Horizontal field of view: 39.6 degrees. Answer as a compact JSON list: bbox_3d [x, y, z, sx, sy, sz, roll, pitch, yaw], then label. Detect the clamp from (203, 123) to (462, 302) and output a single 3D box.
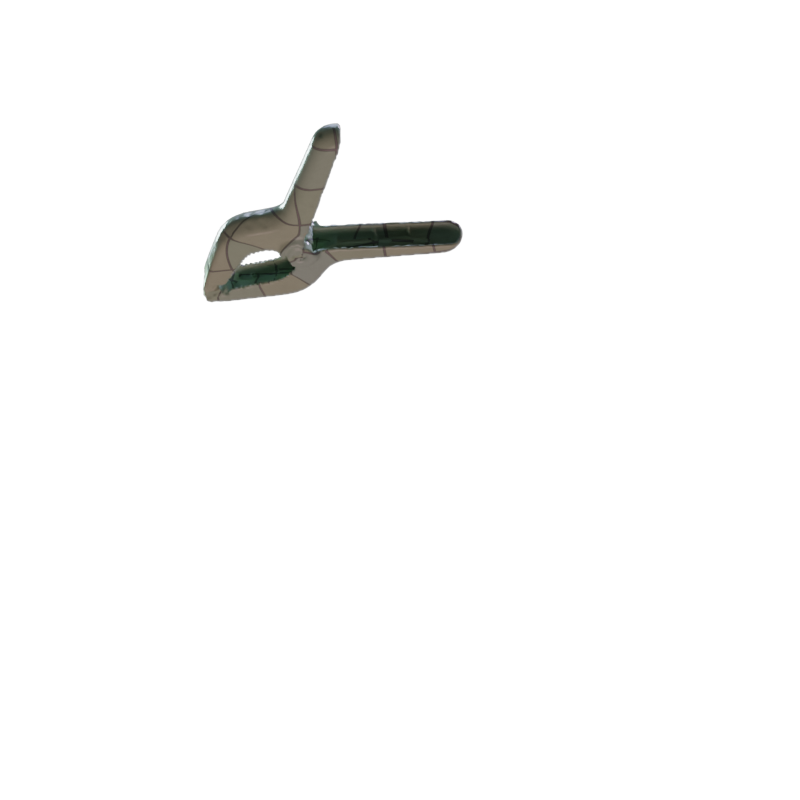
[{"bbox_3d":[-0.068,-0.124,0.869,0.209,0.039,0.154,-28,-42,36],"label":"clamp"}]
